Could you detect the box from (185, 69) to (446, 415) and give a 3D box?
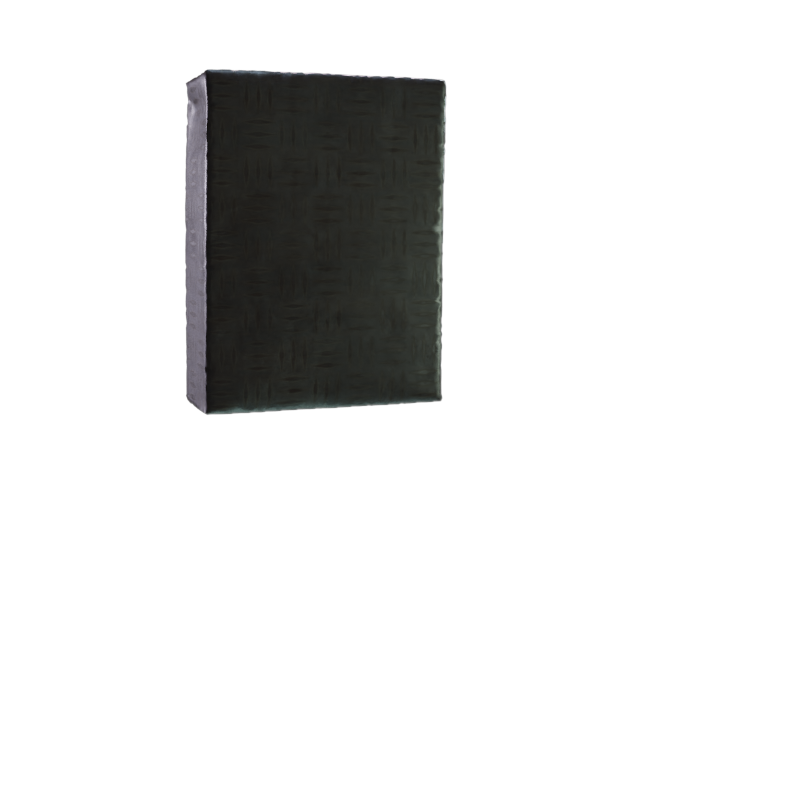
[{"bbox_3d":[-0.057,-0.104,0.730,0.160,0.213,0.074,-2,3,-21],"label":"box"}]
